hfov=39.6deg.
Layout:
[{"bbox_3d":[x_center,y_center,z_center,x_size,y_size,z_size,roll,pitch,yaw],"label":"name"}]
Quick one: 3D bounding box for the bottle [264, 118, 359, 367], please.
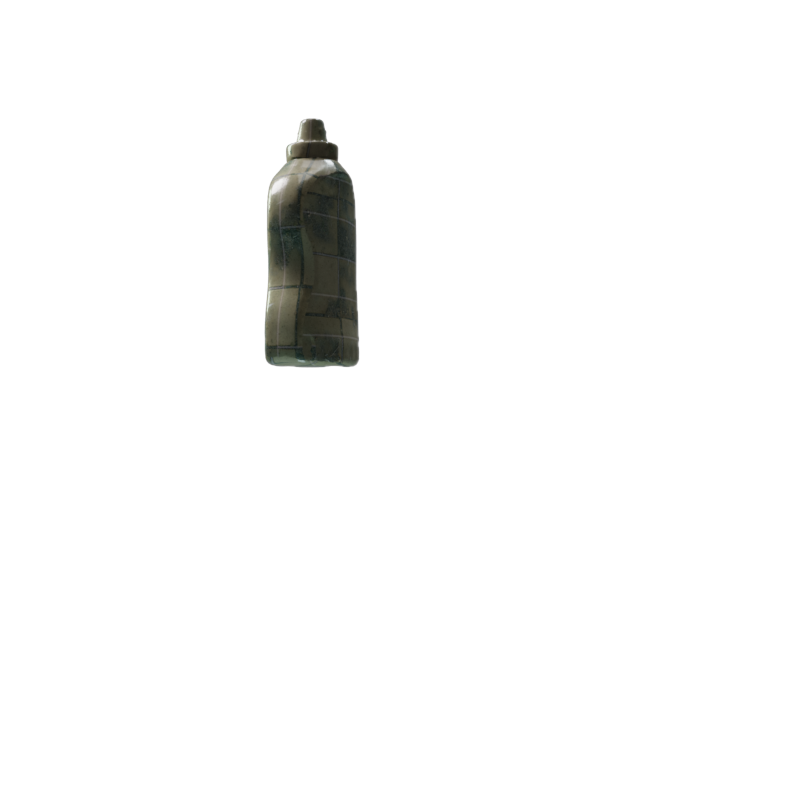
[{"bbox_3d":[-0.067,-0.122,0.855,0.060,0.195,0.092,-4,-7,28],"label":"bottle"}]
